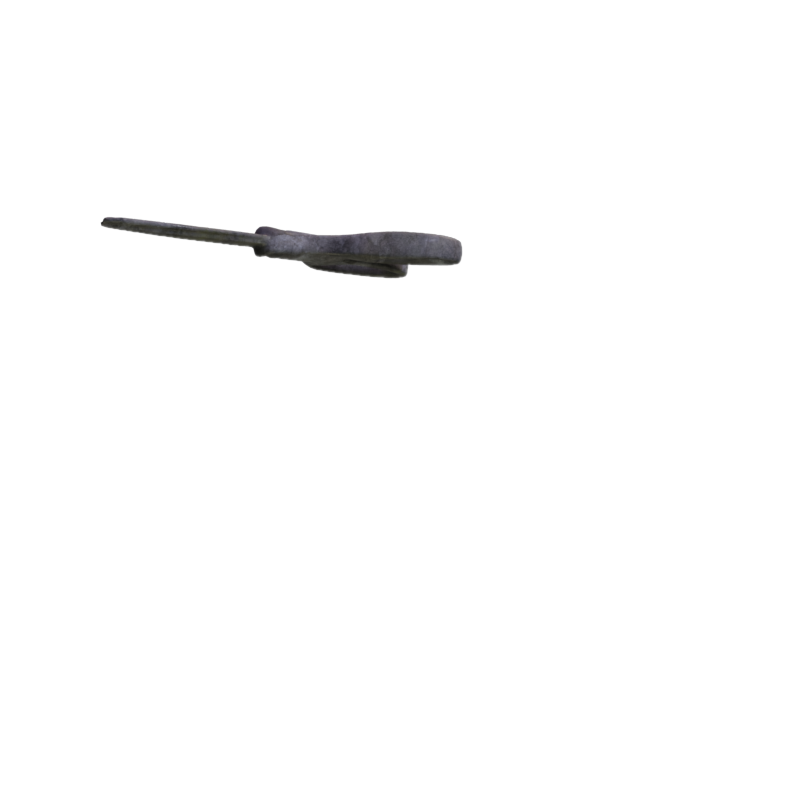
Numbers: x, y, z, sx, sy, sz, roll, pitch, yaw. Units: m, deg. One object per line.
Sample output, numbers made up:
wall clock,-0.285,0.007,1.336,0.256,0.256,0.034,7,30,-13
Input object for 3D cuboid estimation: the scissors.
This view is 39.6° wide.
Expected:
scissors,-0.044,-0.080,0.557,0.099,0.016,0.193,-1,-1,33
